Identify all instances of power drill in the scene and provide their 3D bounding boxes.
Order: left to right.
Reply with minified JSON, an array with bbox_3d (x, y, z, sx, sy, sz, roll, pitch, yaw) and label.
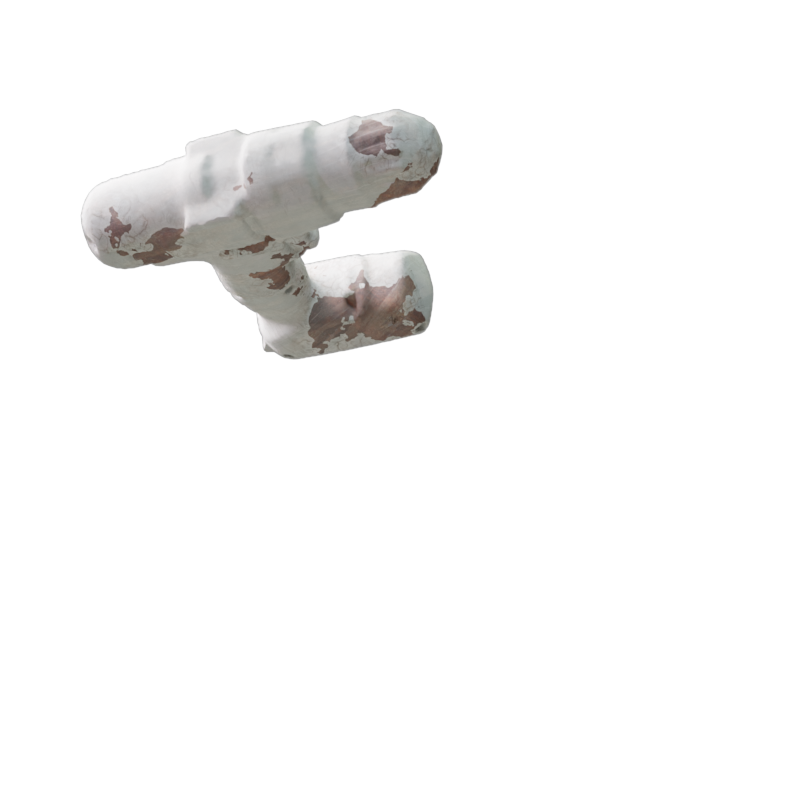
[{"bbox_3d":[-0.046,-0.084,0.587,0.188,0.060,0.175,-8,-22,20],"label":"power drill"}]
